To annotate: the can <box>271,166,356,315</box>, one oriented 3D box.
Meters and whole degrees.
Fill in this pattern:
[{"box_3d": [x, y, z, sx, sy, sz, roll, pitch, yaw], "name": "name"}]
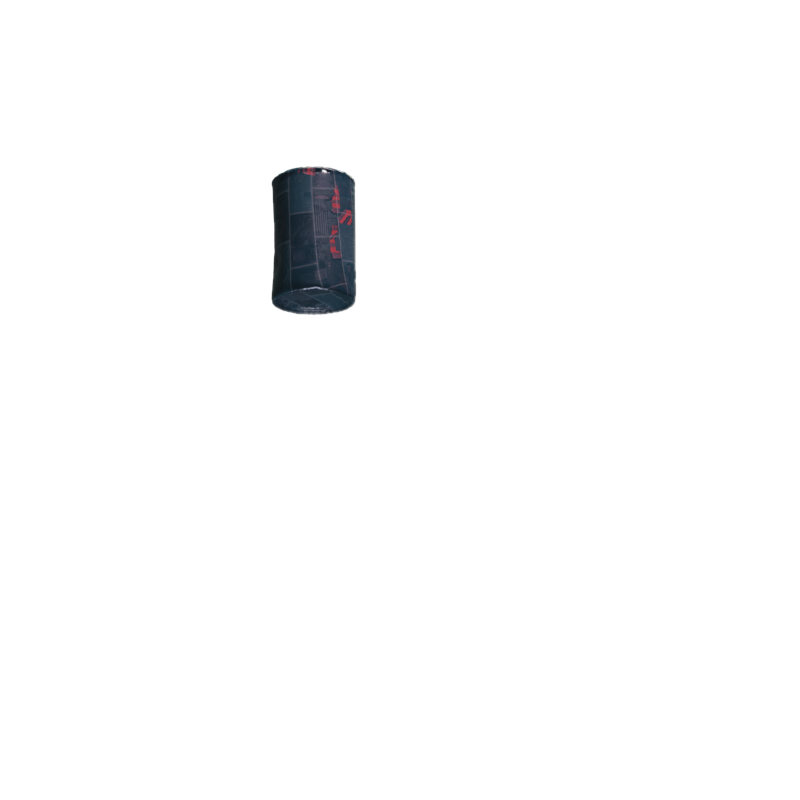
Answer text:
[{"box_3d": [-0.069, -0.126, 0.881, 0.068, 0.107, 0.066, 0, -18, -2], "name": "can"}]
